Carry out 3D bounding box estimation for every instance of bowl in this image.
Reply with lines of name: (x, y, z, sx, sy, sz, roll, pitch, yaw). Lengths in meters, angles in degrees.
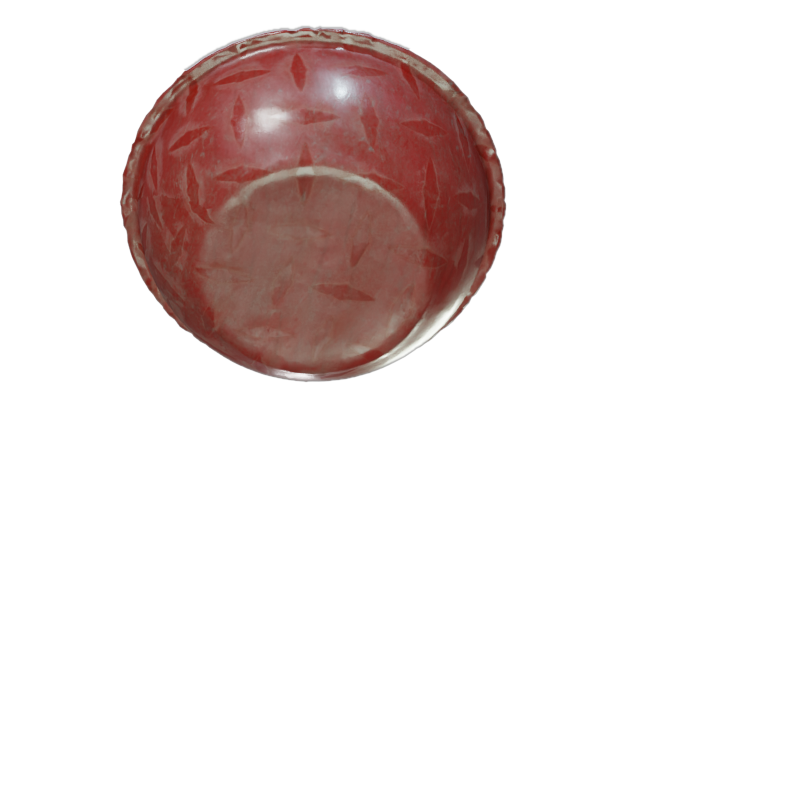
bowl: (-0.035, -0.063, 0.444, 0.162, 0.153, 0.058, 1, 30, -1)
